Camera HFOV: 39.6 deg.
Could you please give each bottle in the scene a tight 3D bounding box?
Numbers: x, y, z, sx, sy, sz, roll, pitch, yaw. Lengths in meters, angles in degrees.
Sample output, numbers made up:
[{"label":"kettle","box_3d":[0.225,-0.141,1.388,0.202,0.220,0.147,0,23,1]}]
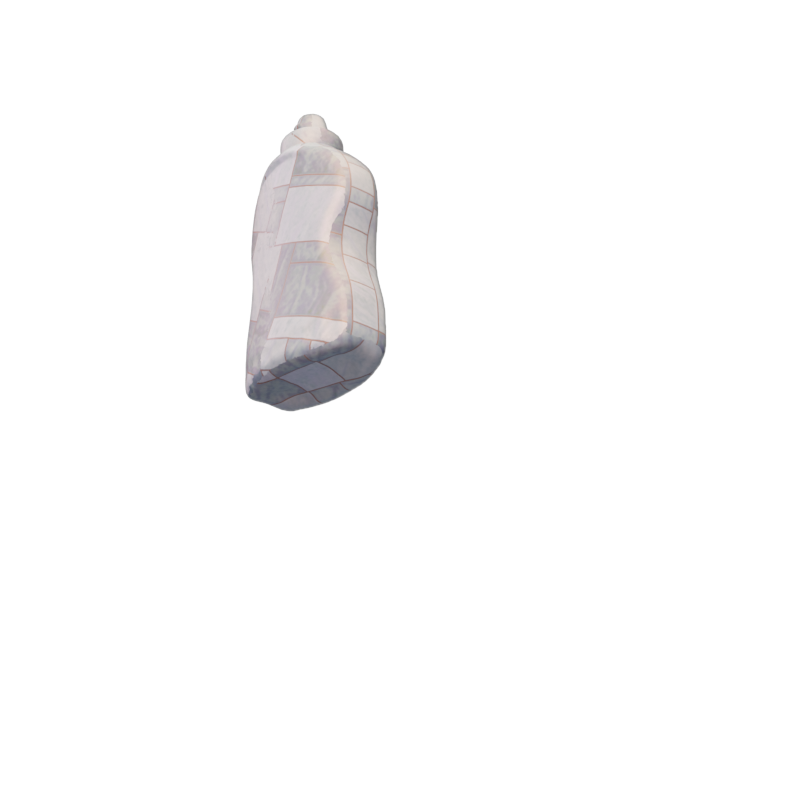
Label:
[{"label":"bottle","box_3d":[-0.053,-0.097,0.679,0.055,0.205,0.095,22,-39,-33]}]
